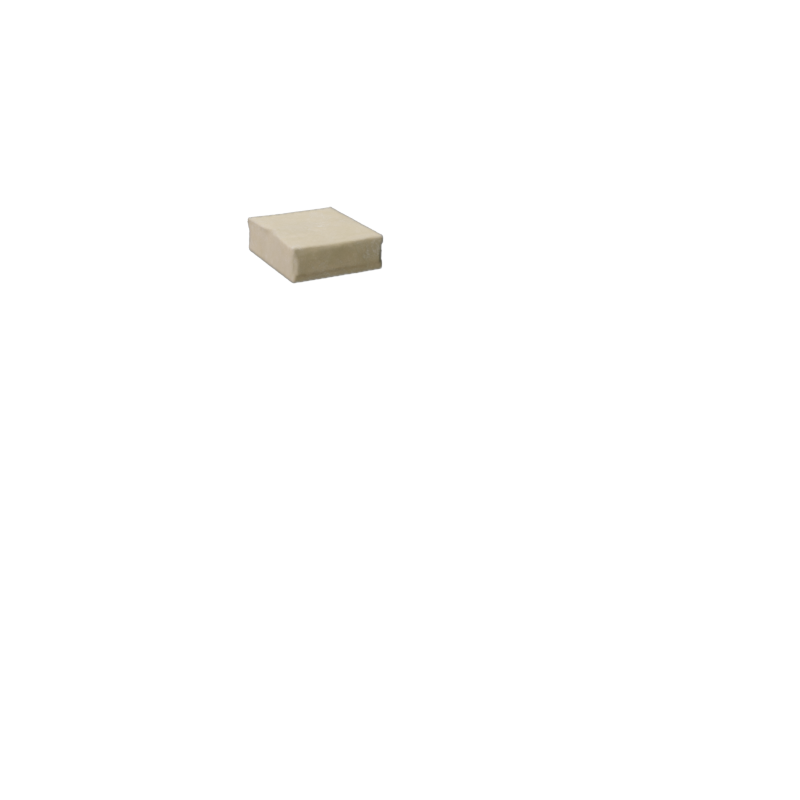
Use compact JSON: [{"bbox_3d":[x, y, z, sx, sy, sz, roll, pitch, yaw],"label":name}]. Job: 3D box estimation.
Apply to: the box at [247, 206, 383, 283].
[{"bbox_3d":[-0.065,-0.119,0.833,0.072,0.029,0.095,-11,27,-24],"label":"box"}]
